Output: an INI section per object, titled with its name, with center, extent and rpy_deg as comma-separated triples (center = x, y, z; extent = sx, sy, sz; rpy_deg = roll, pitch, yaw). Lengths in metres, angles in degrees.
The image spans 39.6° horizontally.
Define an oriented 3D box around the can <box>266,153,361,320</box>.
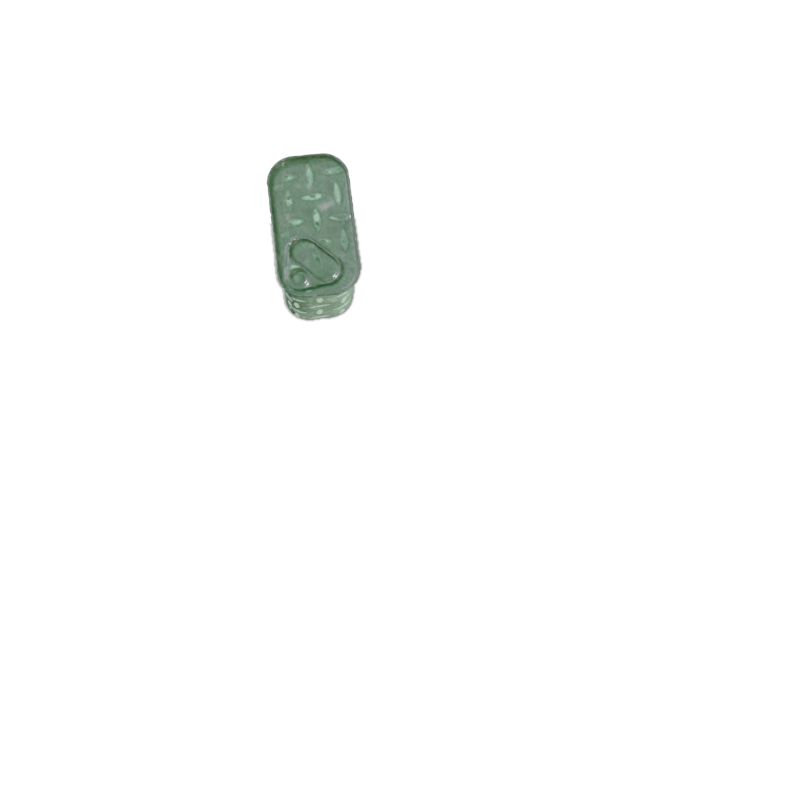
[can]
center = -0.062, -0.113, 0.794
extent = 0.057, 0.106, 0.081
rpy_deg = -7, -14, -4
